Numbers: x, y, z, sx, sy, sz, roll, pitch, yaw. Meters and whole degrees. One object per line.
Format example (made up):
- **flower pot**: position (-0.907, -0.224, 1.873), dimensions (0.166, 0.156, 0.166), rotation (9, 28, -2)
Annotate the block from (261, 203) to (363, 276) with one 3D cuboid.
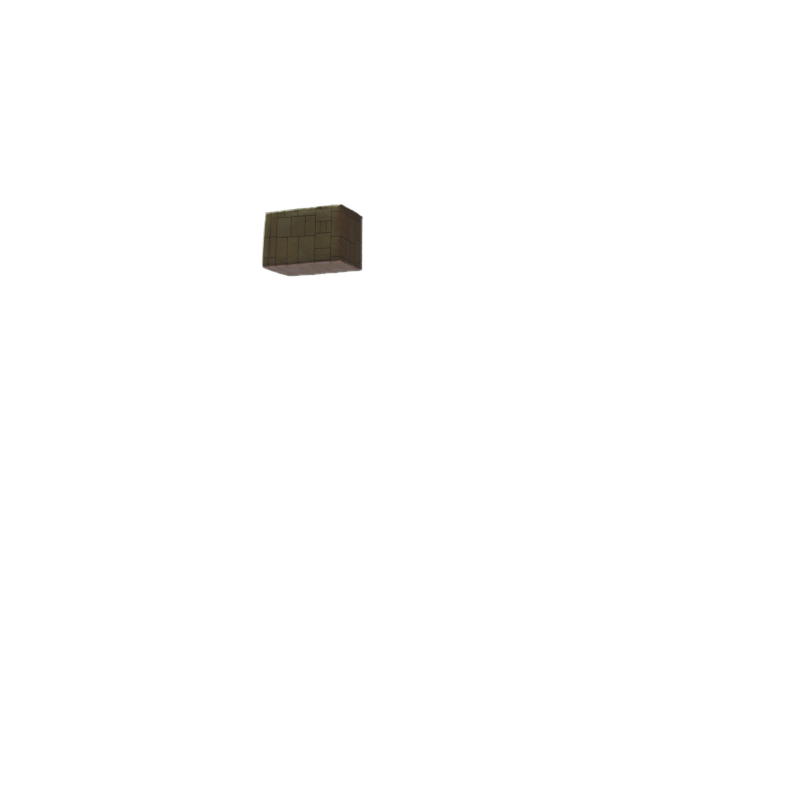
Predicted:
- **block**: position (-0.078, -0.142, 0.996), dimensions (0.080, 0.053, 0.050), rotation (-3, -8, 22)
